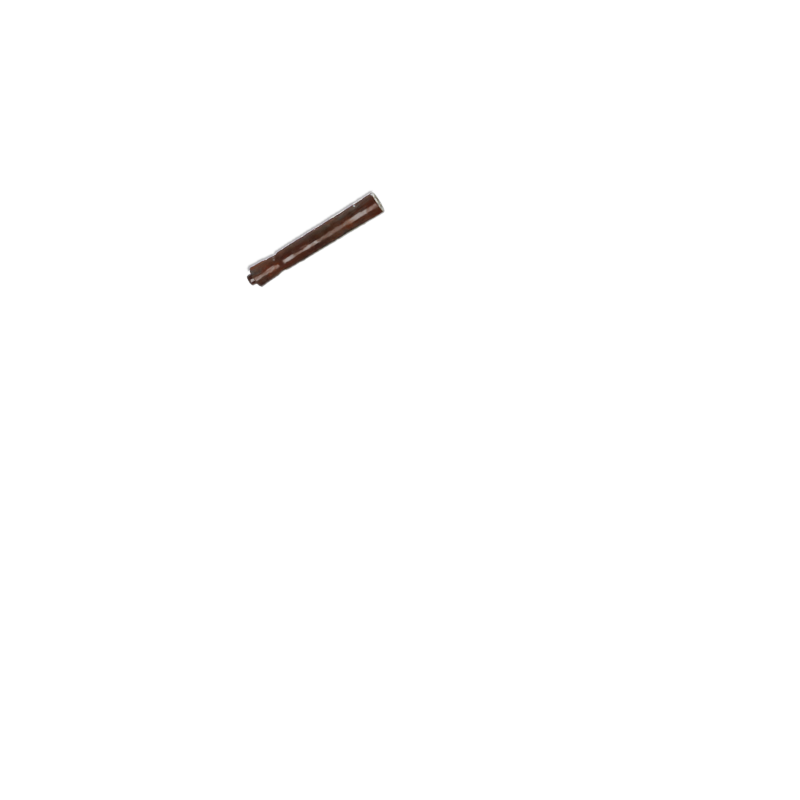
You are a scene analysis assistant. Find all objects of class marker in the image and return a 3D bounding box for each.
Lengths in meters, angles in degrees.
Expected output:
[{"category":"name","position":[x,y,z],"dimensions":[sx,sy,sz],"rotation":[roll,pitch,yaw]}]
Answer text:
[{"category":"marker","position":[-0.068,-0.124,0.869],"dimensions":[0.121,0.020,0.020],"rotation":[-30,-2,11]}]
